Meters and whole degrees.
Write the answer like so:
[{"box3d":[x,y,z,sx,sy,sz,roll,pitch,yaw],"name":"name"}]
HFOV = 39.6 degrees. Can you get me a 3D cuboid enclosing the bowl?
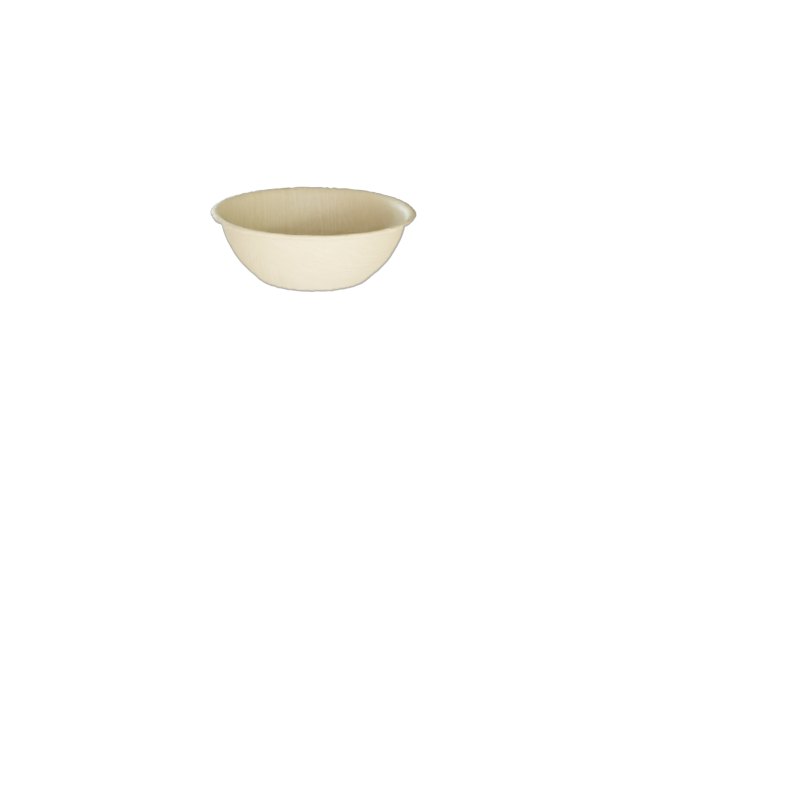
[{"box3d":[-0.069,-0.126,0.880,0.162,0.053,0.170,-1,22,-2],"name":"bowl"}]
